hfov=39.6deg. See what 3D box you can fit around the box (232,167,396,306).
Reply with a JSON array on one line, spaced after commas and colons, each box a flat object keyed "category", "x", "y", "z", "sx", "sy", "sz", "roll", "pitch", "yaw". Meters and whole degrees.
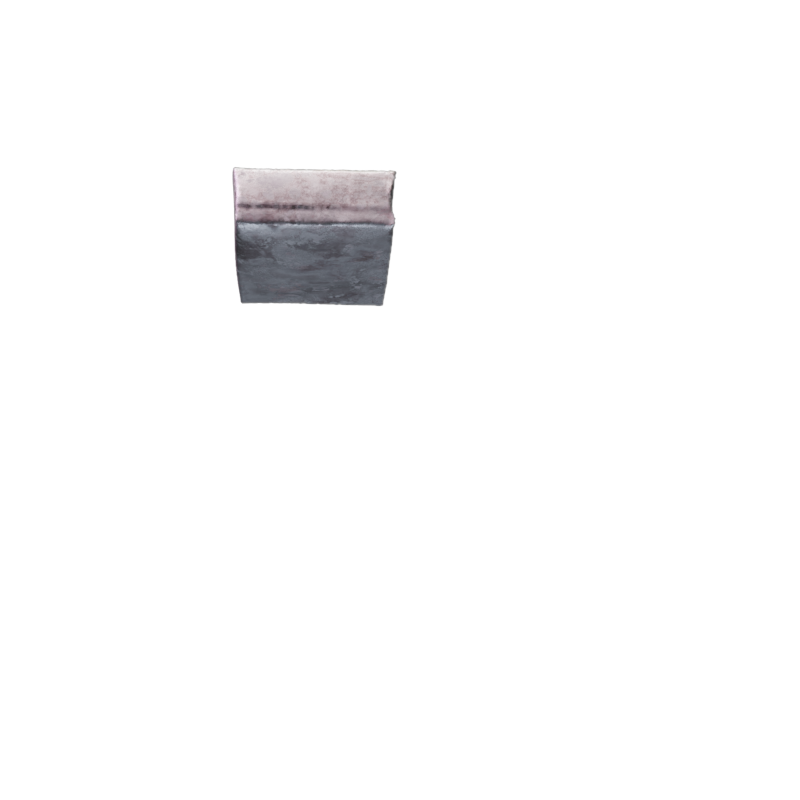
[{"category": "box", "x": -0.050, "y": -0.091, "z": 0.641, "sx": 0.090, "sy": 0.041, "sz": 0.108, "roll": 1, "pitch": -19, "yaw": -3}]
